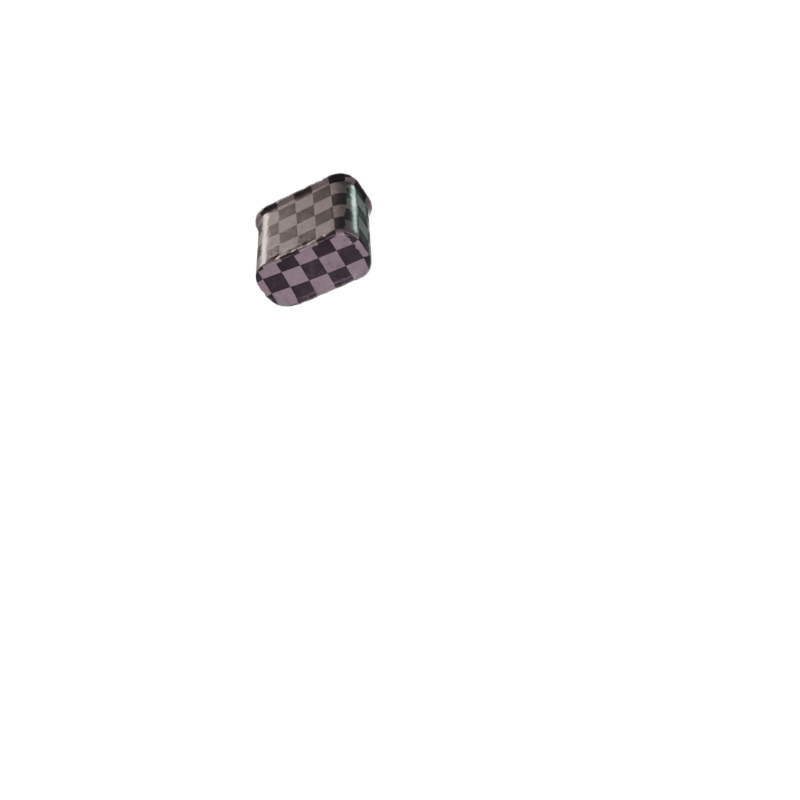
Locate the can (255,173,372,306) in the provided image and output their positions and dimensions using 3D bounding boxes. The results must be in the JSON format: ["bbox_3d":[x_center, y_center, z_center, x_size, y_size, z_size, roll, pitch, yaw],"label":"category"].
[{"bbox_3d":[-0.074,-0.134,0.942,0.102,0.053,0.090,-23,38,16],"label":"can"}]
